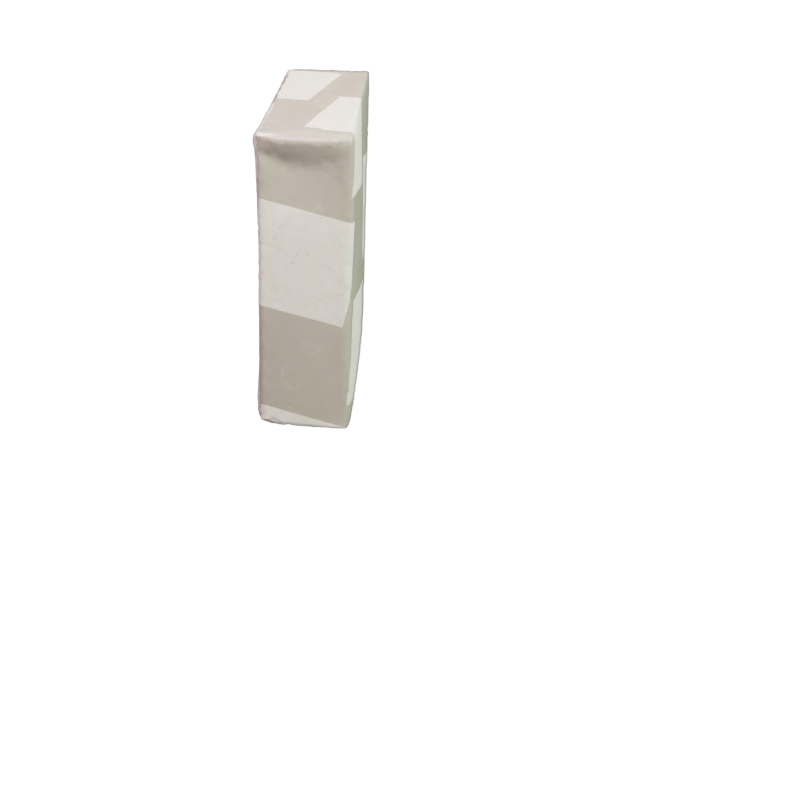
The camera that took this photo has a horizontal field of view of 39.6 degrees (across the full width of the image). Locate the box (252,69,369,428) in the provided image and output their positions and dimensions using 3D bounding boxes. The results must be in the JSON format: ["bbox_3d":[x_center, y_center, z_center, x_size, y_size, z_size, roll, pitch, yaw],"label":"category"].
[{"bbox_3d":[-0.062,-0.114,0.798,0.072,0.203,0.173,2,27,1],"label":"box"}]
